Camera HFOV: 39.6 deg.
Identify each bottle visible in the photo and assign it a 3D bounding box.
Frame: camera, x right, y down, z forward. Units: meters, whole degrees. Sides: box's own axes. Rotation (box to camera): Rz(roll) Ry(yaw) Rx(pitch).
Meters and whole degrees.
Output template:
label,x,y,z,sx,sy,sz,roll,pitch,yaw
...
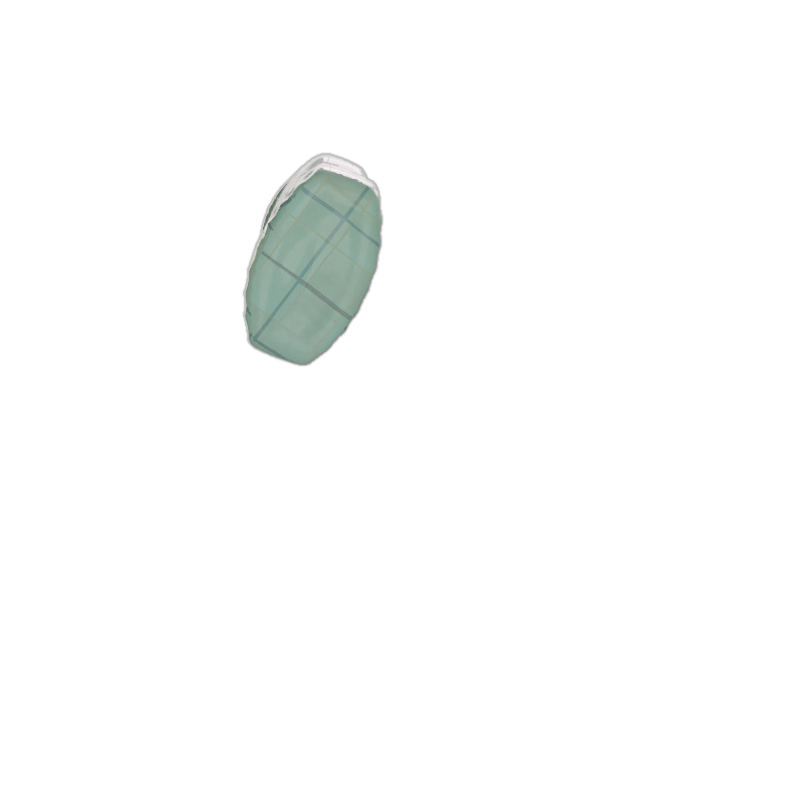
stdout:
label,x,y,z,sx,sy,sz,roll,pitch,yaw
bottle,-0.049,-0.088,0.615,0.058,0.094,0.198,19,13,-9
